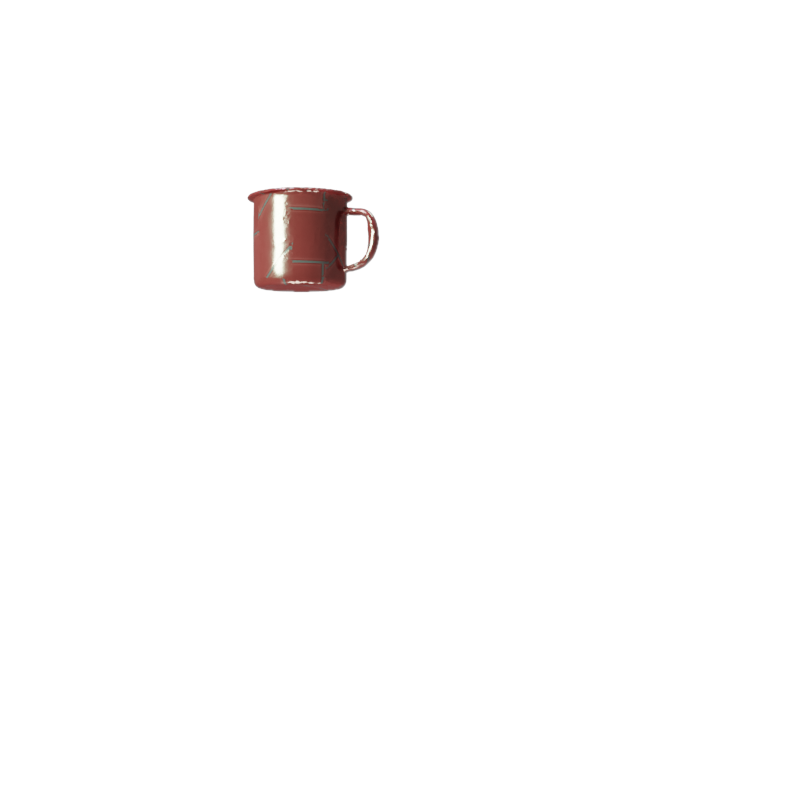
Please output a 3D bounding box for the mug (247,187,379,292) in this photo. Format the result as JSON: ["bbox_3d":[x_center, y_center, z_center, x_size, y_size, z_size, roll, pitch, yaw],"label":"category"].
[{"bbox_3d":[-0.076,-0.138,0.969,0.119,0.083,0.090,-1,-3,13],"label":"mug"}]
